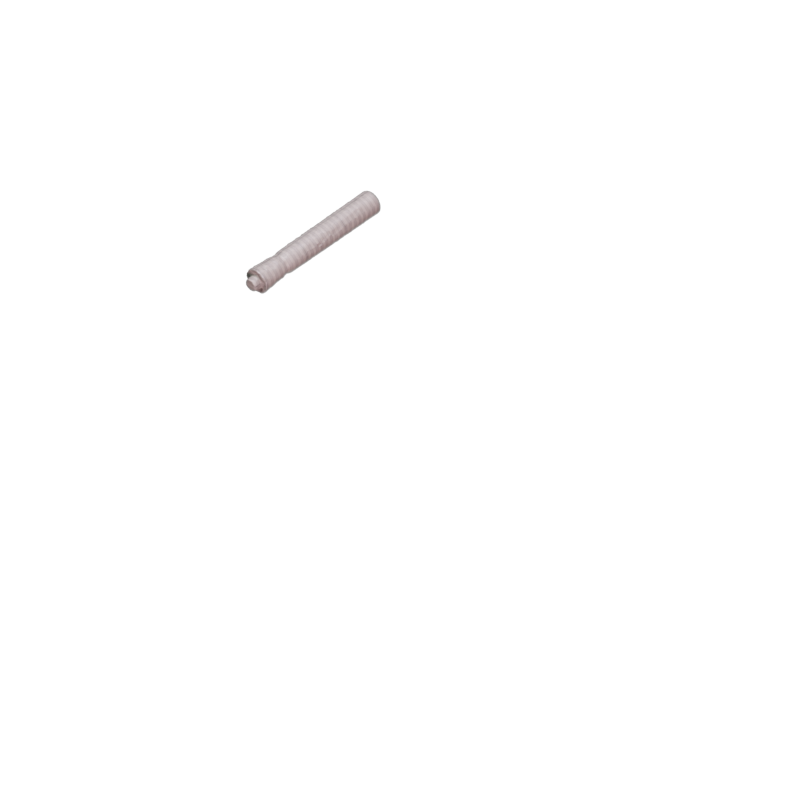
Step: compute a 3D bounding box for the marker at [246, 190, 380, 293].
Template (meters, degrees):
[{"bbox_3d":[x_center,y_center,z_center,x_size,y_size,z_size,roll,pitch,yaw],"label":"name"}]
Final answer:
[{"bbox_3d":[-0.060,-0.109,0.760,0.021,0.019,0.122,4,36,48],"label":"marker"}]
